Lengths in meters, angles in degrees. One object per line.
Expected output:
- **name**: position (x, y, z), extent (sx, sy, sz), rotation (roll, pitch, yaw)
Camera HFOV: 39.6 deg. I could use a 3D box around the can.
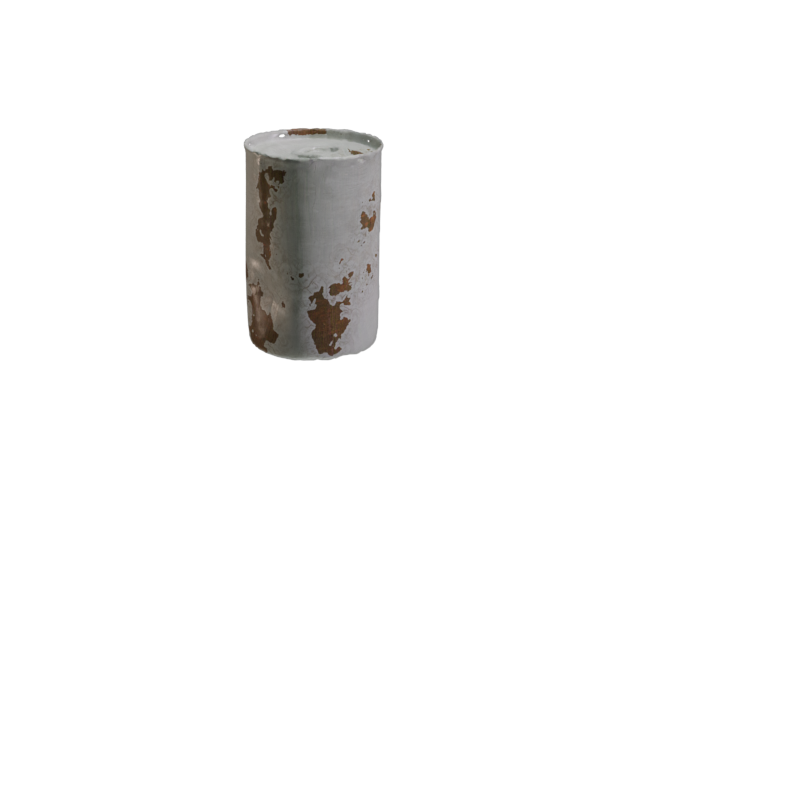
- **can**: position (-0.043, -0.079, 0.552), extent (0.068, 0.098, 0.072), rotation (0, 20, -2)
